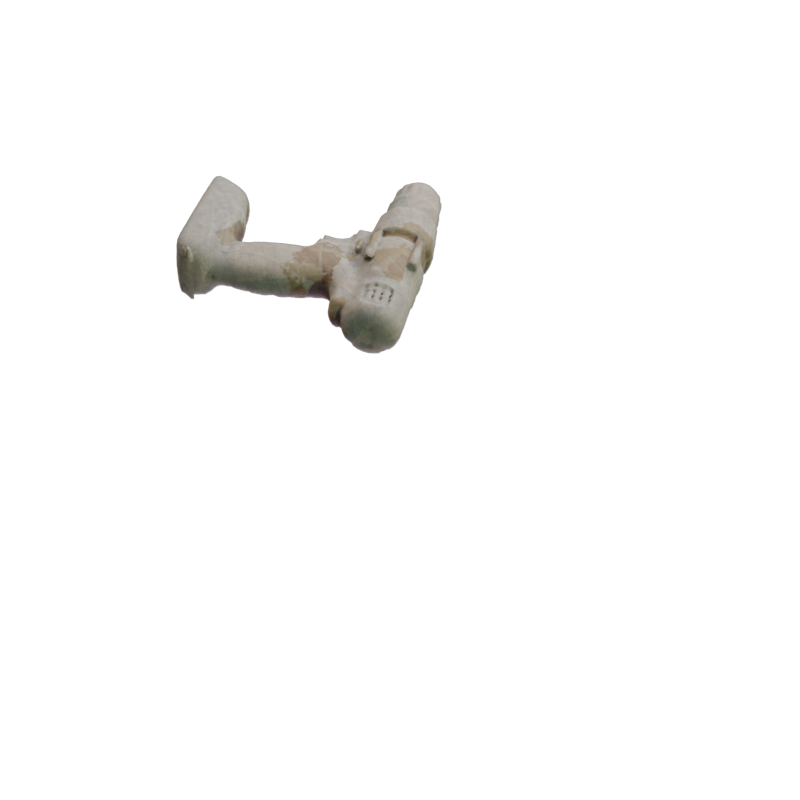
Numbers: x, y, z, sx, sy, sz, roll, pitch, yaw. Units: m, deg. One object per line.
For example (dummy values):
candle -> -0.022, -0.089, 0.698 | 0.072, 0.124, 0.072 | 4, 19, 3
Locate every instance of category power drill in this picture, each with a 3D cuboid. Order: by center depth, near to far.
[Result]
power drill -> -0.068, -0.124, 0.870 | 0.191, 0.053, 0.194 | 10, 43, 11
